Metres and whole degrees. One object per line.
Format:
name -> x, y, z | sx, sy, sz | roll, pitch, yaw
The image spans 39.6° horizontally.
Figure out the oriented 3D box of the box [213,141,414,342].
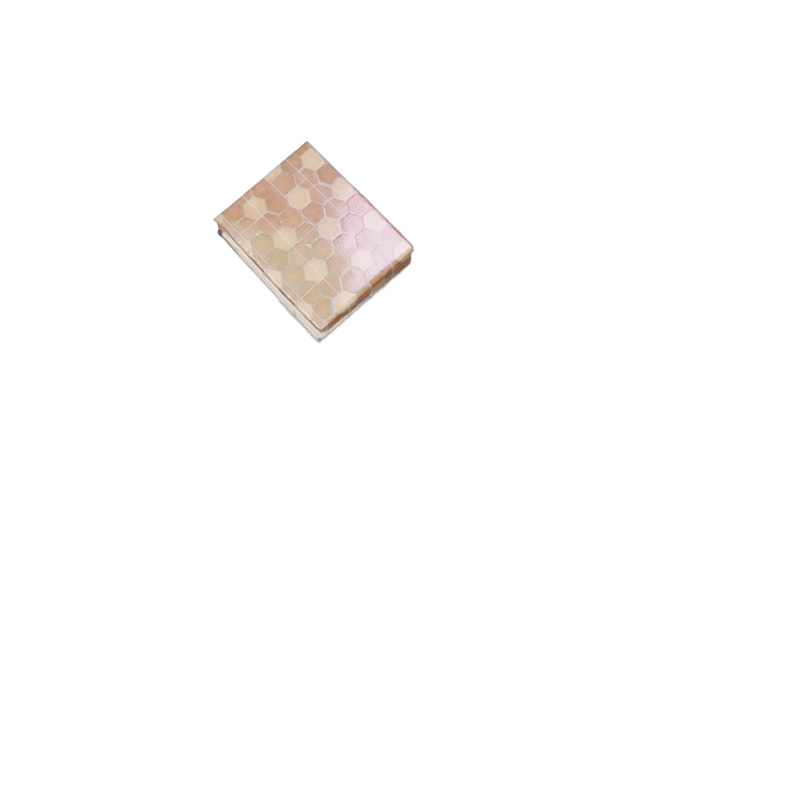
box -> -0.061, -0.111, 0.779 | 0.090, 0.118, 0.037 | -41, -15, -14
